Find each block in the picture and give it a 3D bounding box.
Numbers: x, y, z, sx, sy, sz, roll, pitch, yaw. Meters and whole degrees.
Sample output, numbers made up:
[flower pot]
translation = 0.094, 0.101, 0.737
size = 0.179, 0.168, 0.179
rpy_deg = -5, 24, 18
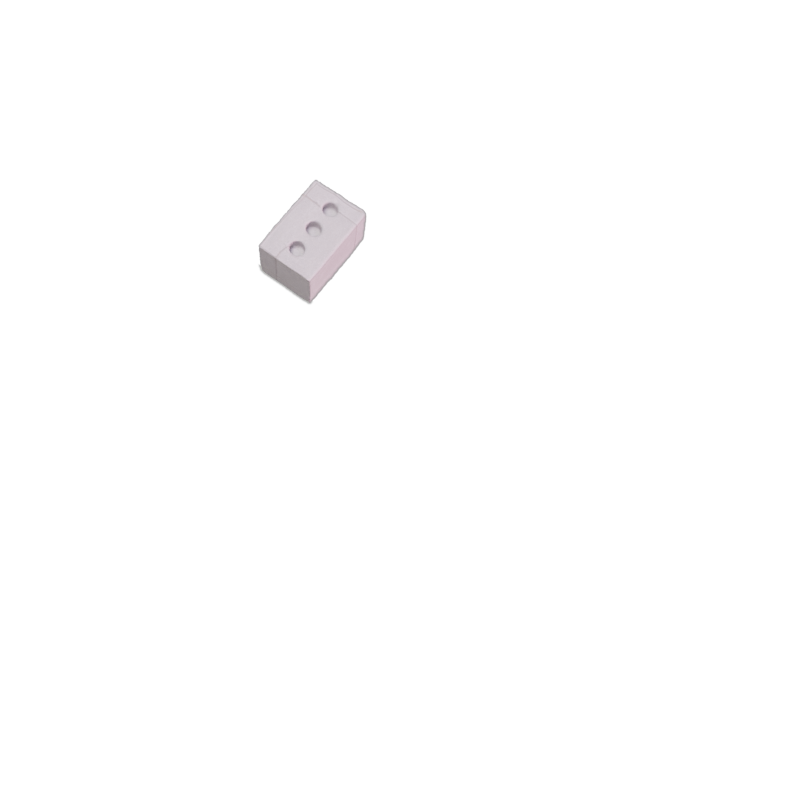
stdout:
[block]
translation = -0.070, -0.128, 0.900
size = 0.054, 0.079, 0.049
rpy_deg = 33, -20, 11
